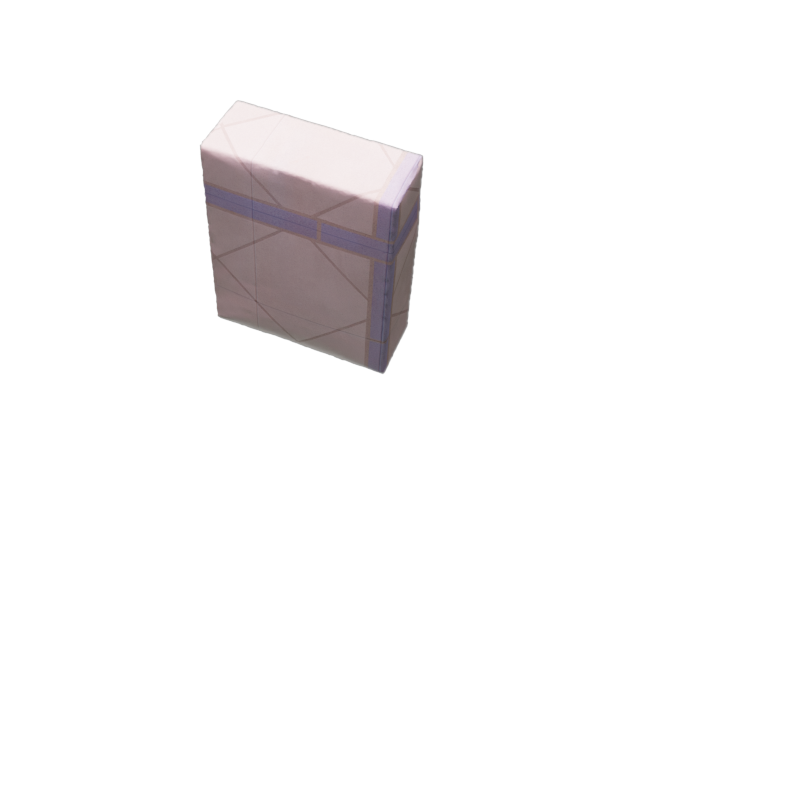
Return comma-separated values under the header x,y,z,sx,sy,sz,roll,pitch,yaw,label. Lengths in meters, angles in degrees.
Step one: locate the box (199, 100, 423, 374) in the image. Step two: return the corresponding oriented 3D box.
x,y,z,sx,sy,sz,roll,pitch,yaw,label
-0.072,-0.131,0.920,0.169,0.075,0.199,20,-36,13,box
